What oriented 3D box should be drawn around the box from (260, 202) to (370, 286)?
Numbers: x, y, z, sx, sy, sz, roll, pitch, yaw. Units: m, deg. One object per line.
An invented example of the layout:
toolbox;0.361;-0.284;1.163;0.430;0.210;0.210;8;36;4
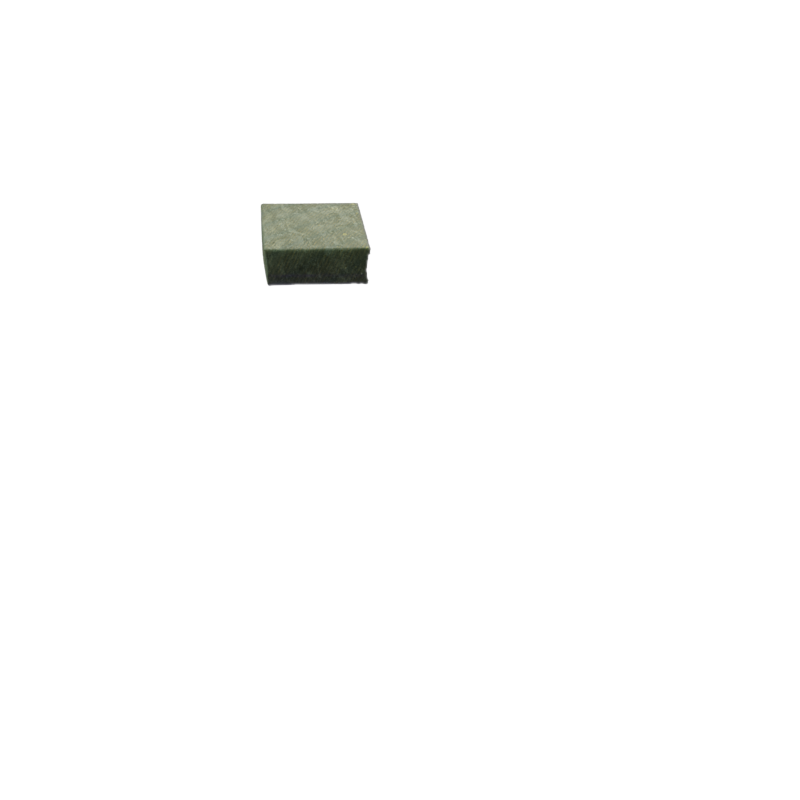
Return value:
box;-0.076;-0.139;0.973;0.089;0.037;0.121;-3;30;-6
